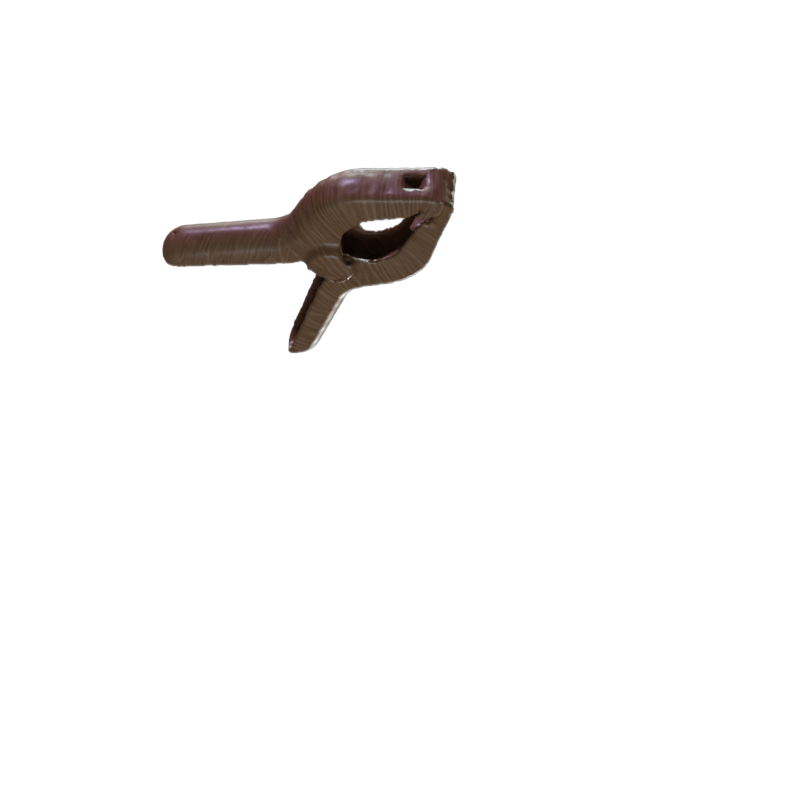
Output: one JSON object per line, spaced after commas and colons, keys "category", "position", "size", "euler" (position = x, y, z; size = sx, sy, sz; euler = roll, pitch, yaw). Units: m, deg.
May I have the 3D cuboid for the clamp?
{"category": "clamp", "position": [-0.048, -0.088, 0.619], "size": [0.113, 0.042, 0.170], "euler": [26, -42, -34]}
